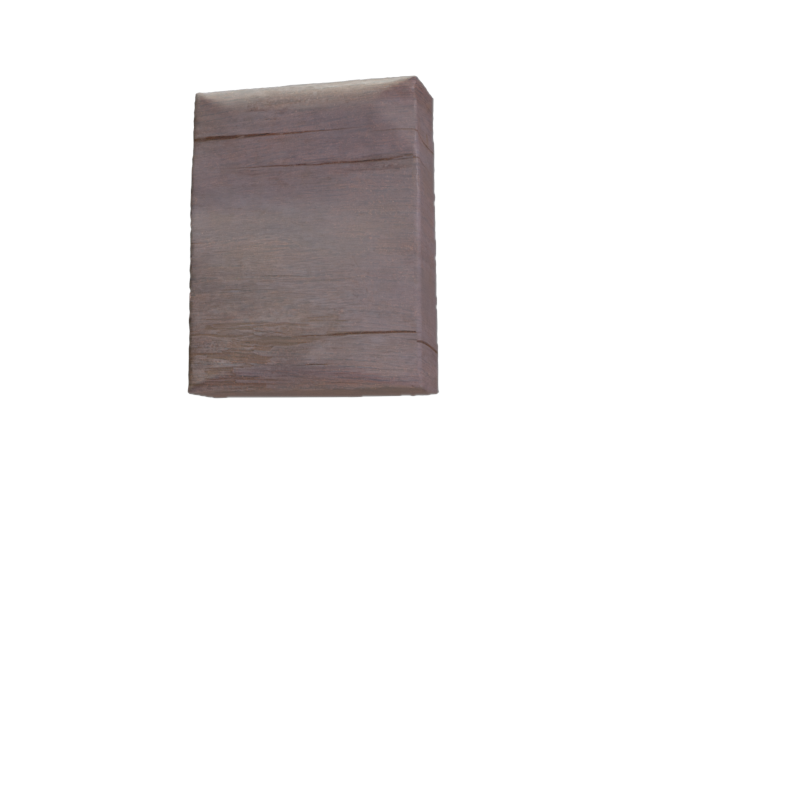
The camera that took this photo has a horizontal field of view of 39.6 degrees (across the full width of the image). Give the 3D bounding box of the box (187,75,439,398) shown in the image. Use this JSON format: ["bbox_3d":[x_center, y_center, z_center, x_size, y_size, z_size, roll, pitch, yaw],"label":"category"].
[{"bbox_3d":[-0.060,-0.110,0.769,0.167,0.218,0.069,-2,-8,14],"label":"box"}]
